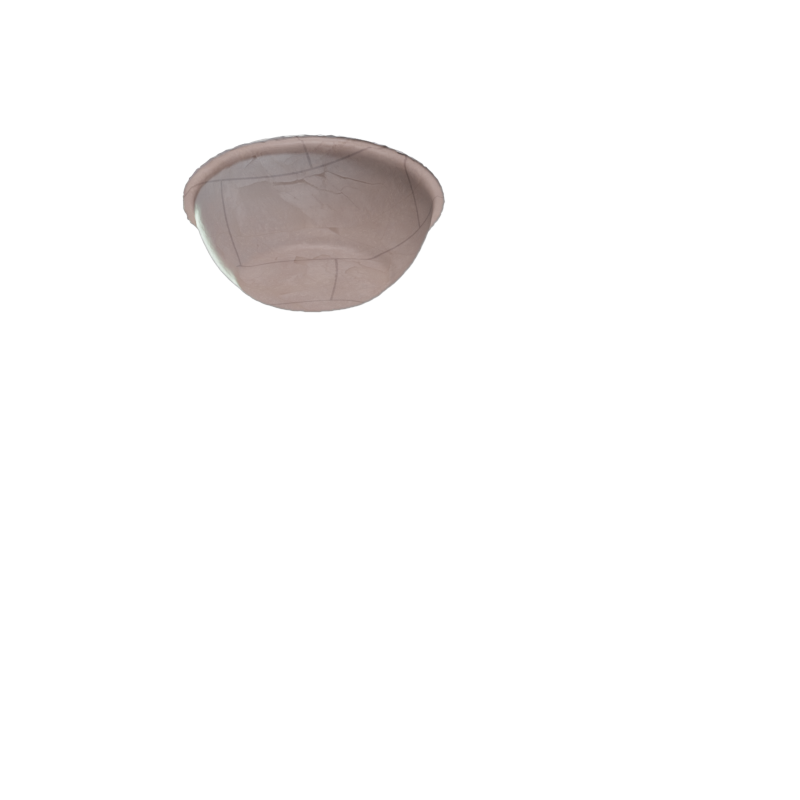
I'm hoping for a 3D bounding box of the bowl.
[{"bbox_3d":[-0.053,-0.096,0.674,0.162,0.058,0.154,1,-21,-2],"label":"bowl"}]
